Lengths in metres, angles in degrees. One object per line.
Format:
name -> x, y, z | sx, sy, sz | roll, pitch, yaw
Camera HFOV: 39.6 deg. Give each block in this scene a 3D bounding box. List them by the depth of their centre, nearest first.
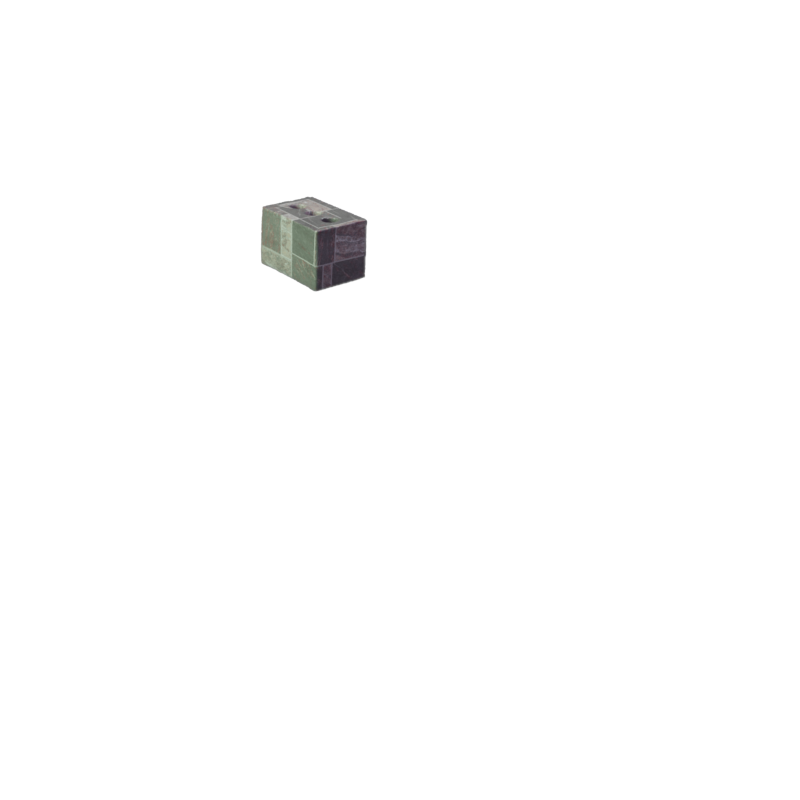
block -> -0.070, -0.128, 0.897 | 0.052, 0.049, 0.083 | -17, 31, -35
